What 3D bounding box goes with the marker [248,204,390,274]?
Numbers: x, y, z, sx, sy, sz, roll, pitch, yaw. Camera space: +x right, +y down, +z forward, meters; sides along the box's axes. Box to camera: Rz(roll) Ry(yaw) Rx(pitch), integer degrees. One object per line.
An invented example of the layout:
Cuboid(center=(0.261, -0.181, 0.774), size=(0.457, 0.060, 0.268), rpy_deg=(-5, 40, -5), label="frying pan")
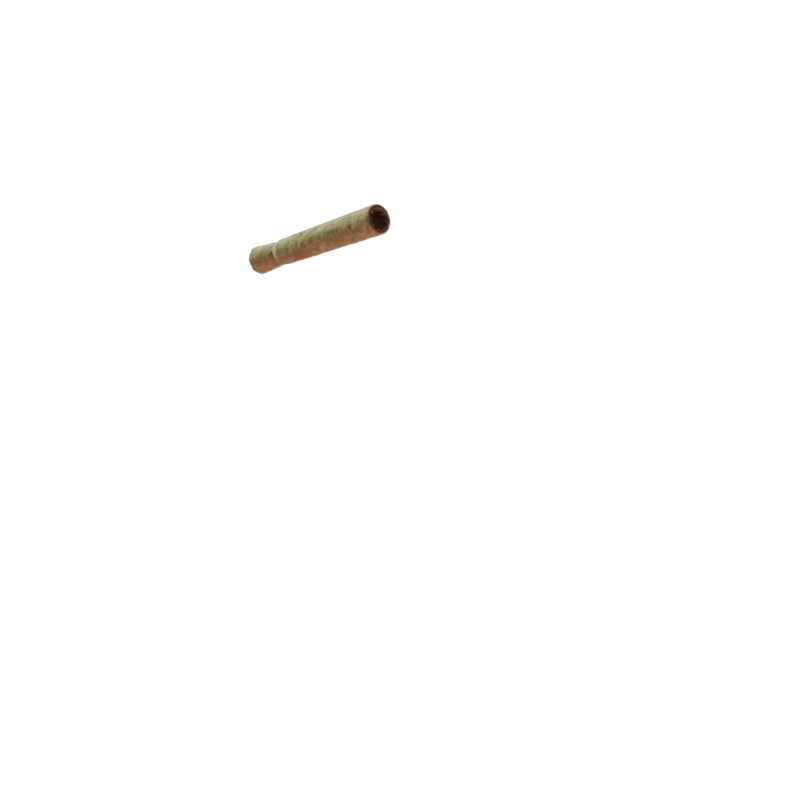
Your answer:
Cuboid(center=(-0.055, -0.099, 0.696), size=(0.019, 0.020, 0.123), rpy_deg=(-4, -4, -44), label="marker")
